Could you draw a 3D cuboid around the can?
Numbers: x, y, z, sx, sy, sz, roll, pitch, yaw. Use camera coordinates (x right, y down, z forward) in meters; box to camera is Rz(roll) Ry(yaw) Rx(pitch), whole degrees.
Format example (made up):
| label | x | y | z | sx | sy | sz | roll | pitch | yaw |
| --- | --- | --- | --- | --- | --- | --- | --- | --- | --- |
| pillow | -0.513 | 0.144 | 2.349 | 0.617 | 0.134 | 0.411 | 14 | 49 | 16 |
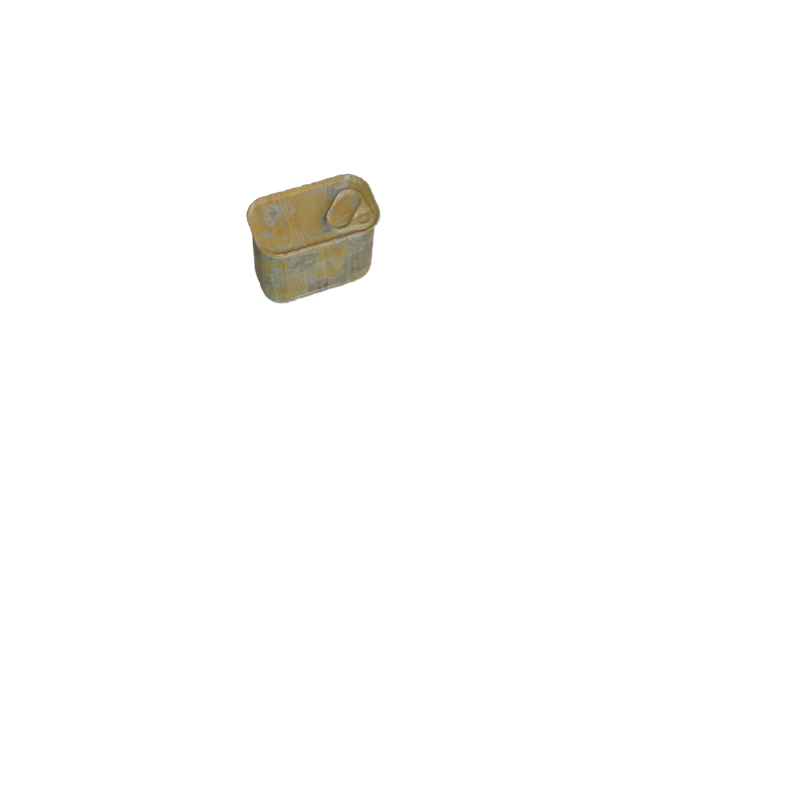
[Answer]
| label | x | y | z | sx | sy | sz | roll | pitch | yaw |
| --- | --- | --- | --- | --- | --- | --- | --- | --- | --- |
| can | -0.070 | -0.128 | 0.899 | 0.101 | 0.061 | 0.079 | -18 | -25 | -11 |
